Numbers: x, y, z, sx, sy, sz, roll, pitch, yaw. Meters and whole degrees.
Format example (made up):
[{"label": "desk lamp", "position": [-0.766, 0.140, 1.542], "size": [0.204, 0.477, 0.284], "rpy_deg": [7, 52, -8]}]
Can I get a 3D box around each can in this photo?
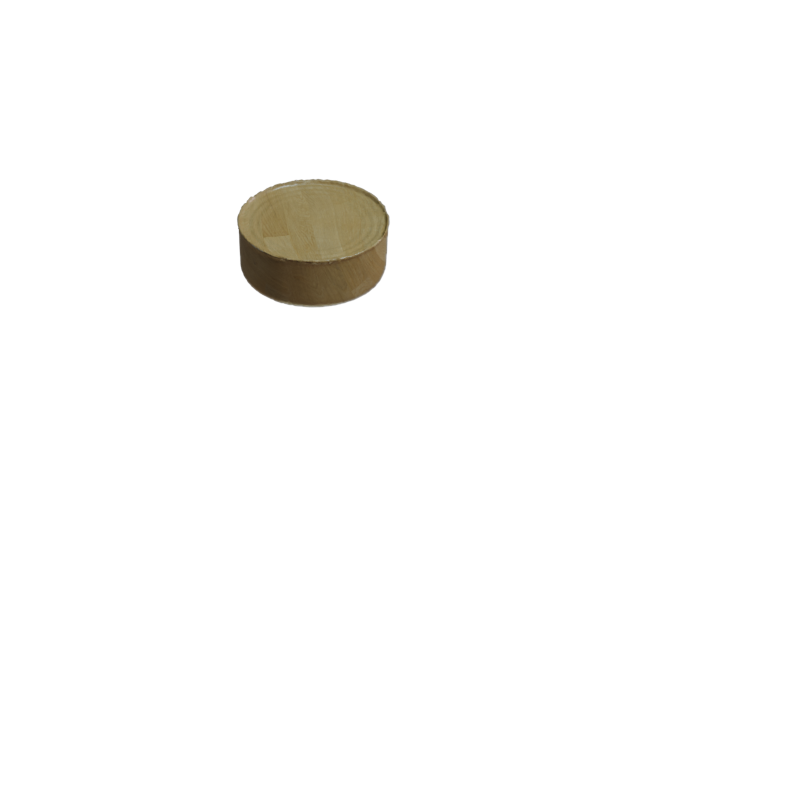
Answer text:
[{"label": "can", "position": [-0.050, -0.090, 0.632], "size": [0.086, 0.031, 0.092], "rpy_deg": [-1, 39, -2]}]
